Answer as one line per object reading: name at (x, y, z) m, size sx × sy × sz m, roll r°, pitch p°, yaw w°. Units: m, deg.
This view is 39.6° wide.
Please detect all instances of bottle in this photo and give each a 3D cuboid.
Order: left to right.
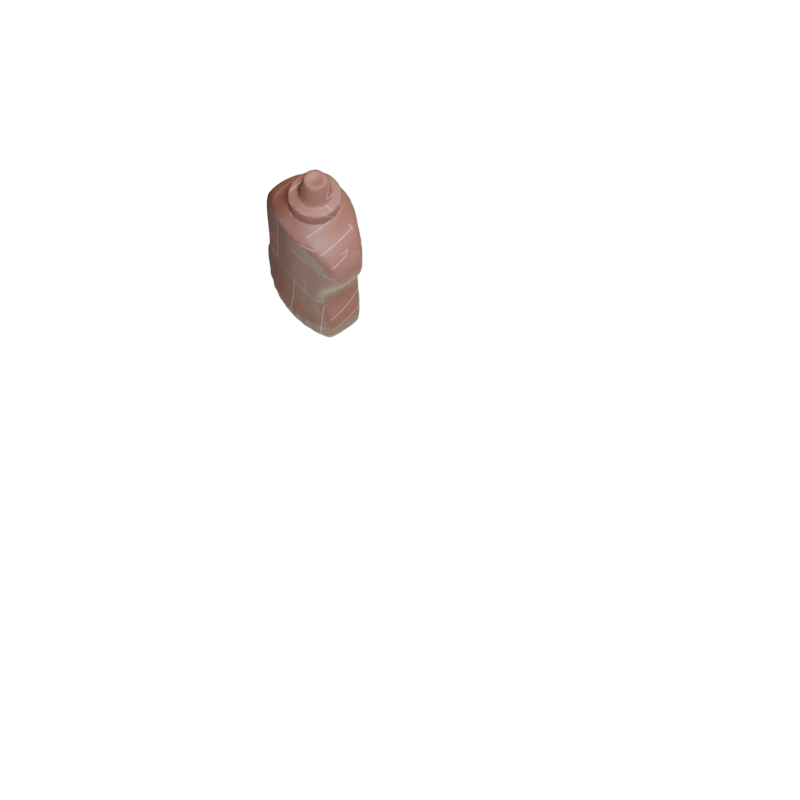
bottle at (-0.070, -0.128, 0.893) m, size 0.058 × 0.101 × 0.182 m, roll -31°, pitch -17°, yaw -15°
